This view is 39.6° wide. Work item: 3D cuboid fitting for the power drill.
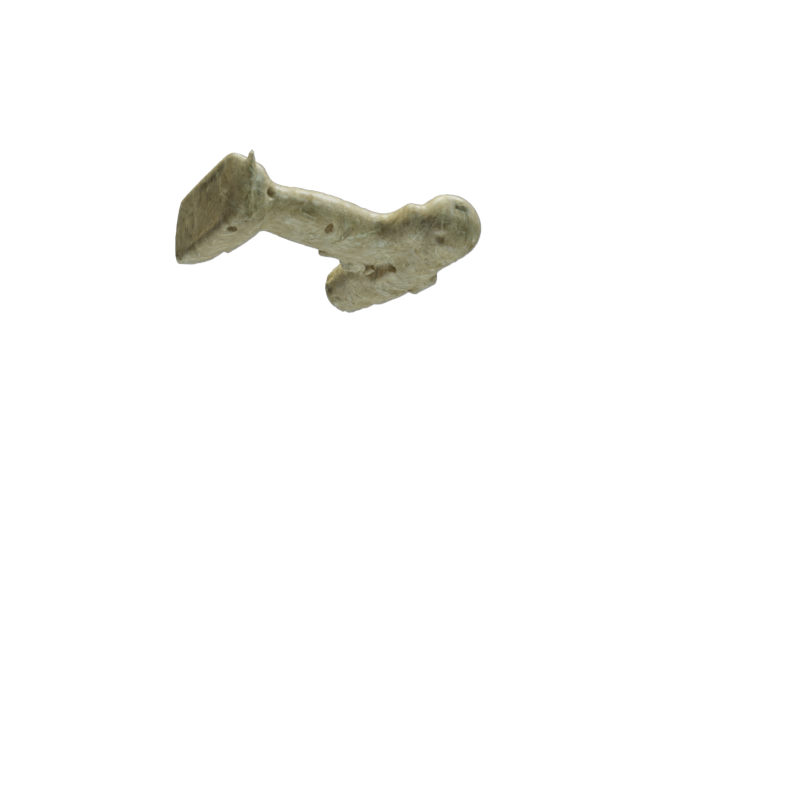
[{"bbox_3d":[-0.063,-0.114,0.801,0.180,0.060,0.184,8,-18,-27],"label":"power drill"}]
